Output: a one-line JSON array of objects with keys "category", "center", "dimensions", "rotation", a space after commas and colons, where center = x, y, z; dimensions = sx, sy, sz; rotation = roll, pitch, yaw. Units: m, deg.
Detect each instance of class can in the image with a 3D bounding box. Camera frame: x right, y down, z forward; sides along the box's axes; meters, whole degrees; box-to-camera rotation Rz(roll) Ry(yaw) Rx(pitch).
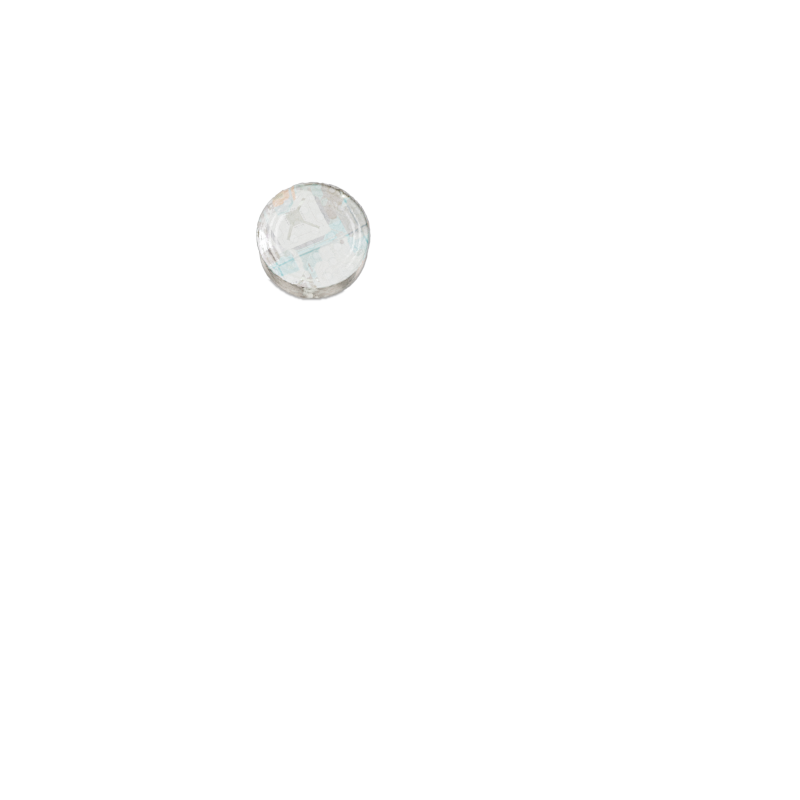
[{"category": "can", "center": [-0.066, -0.121, 0.846], "dimensions": [0.086, 0.090, 0.032], "rotation": [-1, -19, -1]}]
